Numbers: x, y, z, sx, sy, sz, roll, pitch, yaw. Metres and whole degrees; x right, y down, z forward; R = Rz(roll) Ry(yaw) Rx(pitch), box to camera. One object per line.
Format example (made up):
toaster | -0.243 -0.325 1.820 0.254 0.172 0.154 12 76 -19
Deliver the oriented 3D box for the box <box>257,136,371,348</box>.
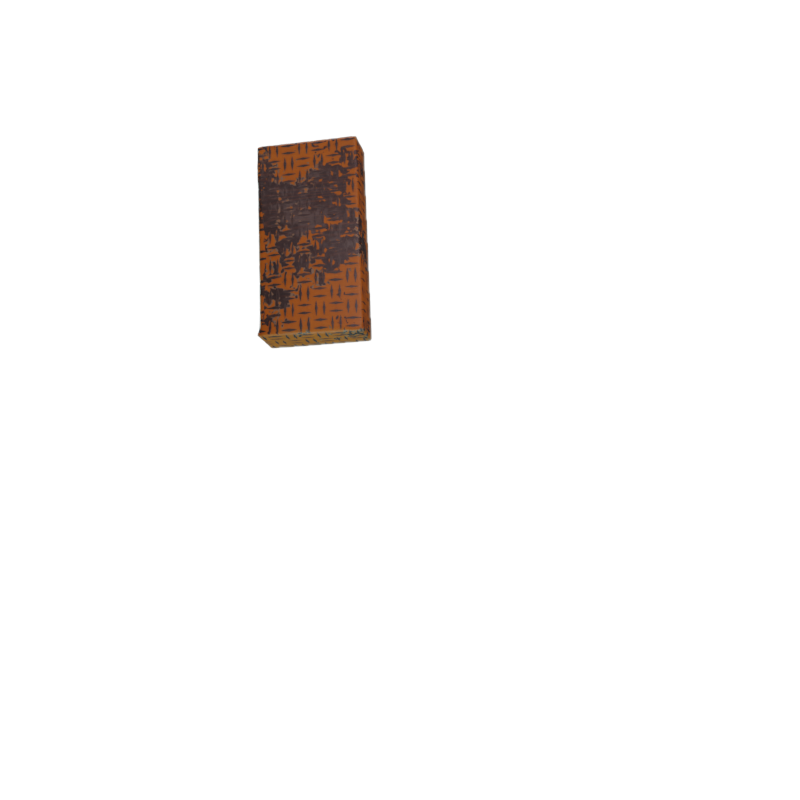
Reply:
box | -0.075 -0.138 0.964 0.094 0.185 0.045 -5 -20 11
